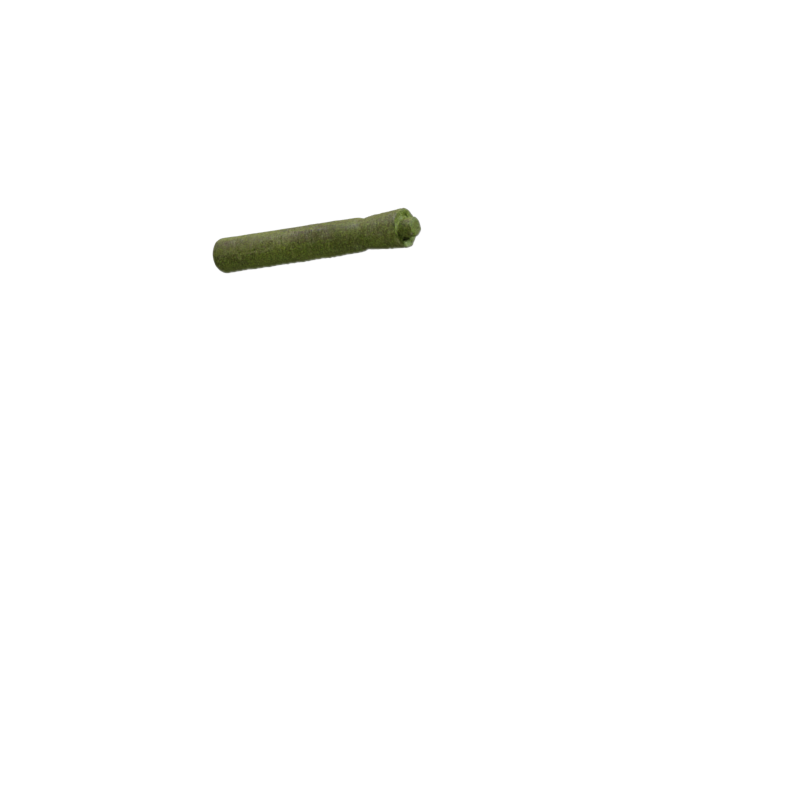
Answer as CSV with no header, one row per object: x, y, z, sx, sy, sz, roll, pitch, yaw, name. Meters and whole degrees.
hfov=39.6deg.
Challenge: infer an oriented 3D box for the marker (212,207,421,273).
-0.043,-0.078,0.548,0.125,0.020,0.019,-3,2,37,marker
